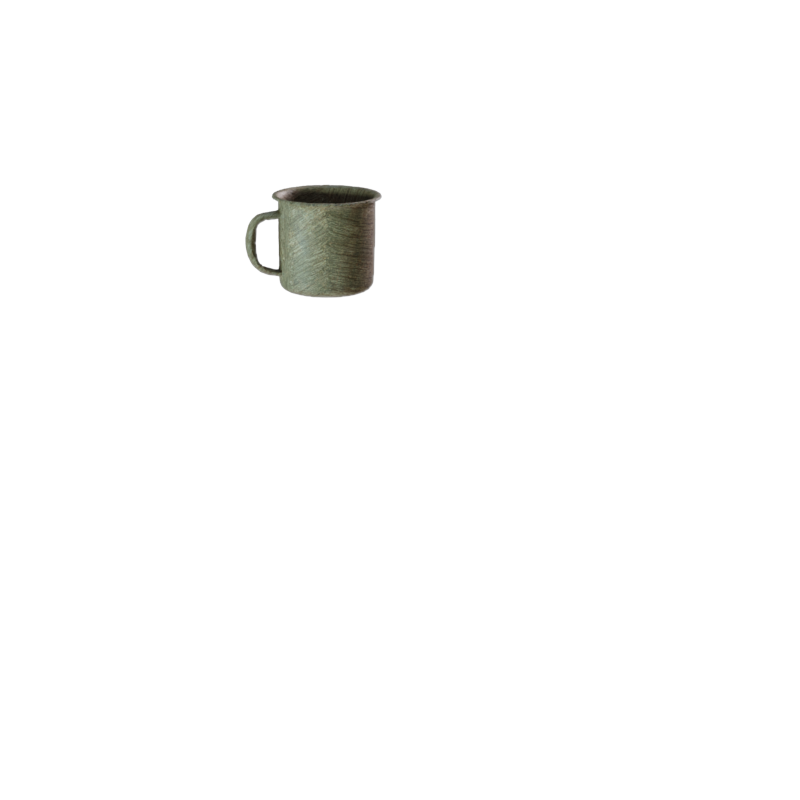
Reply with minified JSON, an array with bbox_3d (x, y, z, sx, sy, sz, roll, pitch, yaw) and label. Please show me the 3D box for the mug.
[{"bbox_3d":[-0.074,-0.134,0.941,0.115,0.079,0.099,-6,19,-20],"label":"mug"}]
